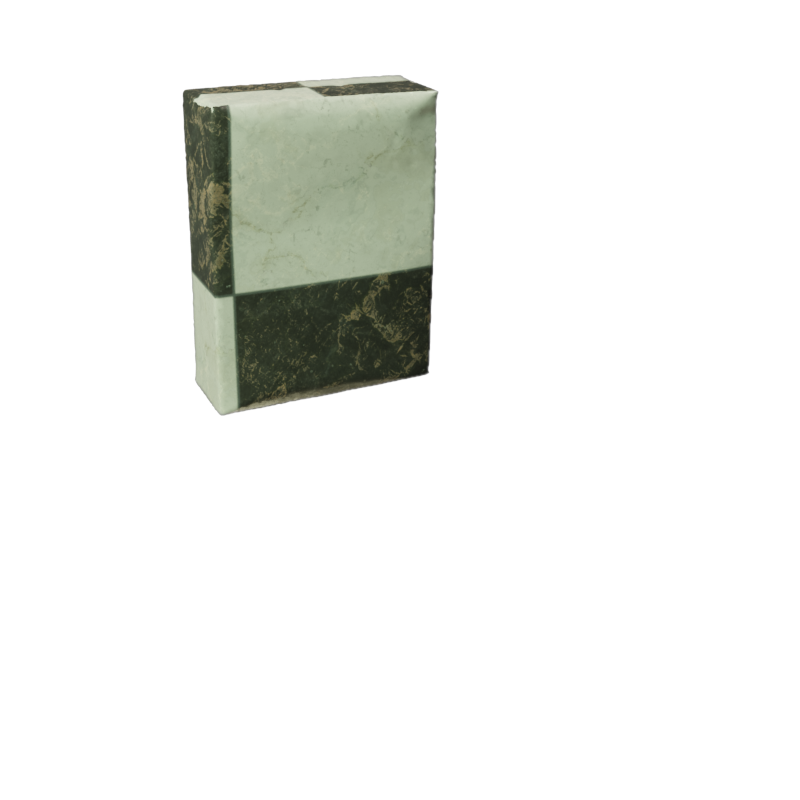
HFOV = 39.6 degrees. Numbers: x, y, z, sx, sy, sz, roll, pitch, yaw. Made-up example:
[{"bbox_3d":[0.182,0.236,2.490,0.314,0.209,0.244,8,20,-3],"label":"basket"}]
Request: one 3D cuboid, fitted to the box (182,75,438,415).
[{"bbox_3d":[-0.060,-0.110,0.767,0.161,0.204,0.077,-8,22,-22],"label":"box"}]
